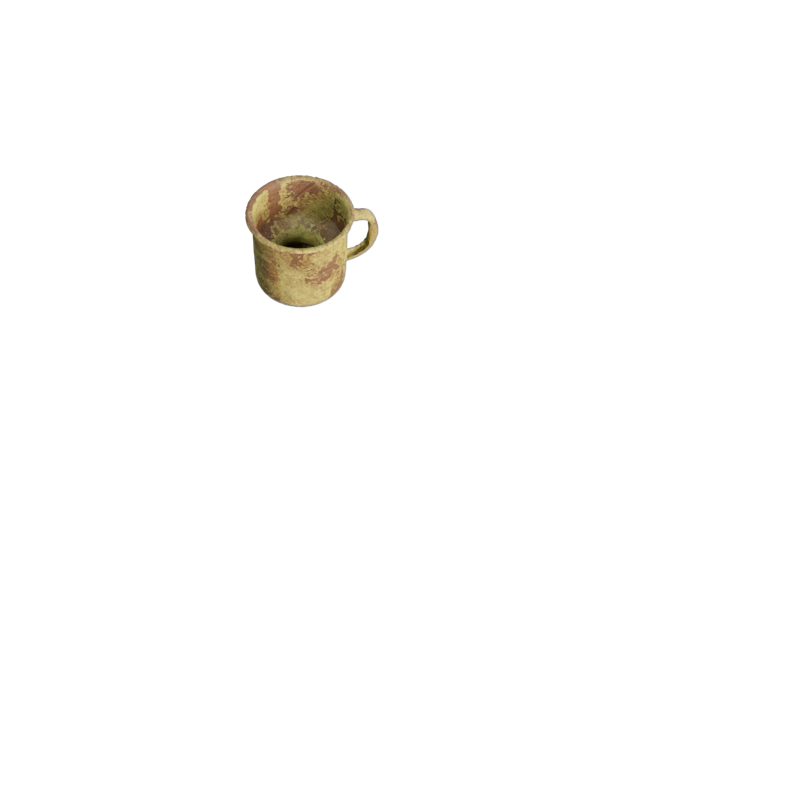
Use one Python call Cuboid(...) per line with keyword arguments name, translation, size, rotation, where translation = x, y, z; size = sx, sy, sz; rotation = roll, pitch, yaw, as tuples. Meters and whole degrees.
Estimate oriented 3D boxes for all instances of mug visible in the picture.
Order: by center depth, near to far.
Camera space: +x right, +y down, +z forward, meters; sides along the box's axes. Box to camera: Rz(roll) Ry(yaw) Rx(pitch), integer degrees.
Cuboid(name="mug", translation=(-0.076, -0.139, 0.971), size=(0.116, 0.101, 0.076), rotation=(-14, -37, -13))
